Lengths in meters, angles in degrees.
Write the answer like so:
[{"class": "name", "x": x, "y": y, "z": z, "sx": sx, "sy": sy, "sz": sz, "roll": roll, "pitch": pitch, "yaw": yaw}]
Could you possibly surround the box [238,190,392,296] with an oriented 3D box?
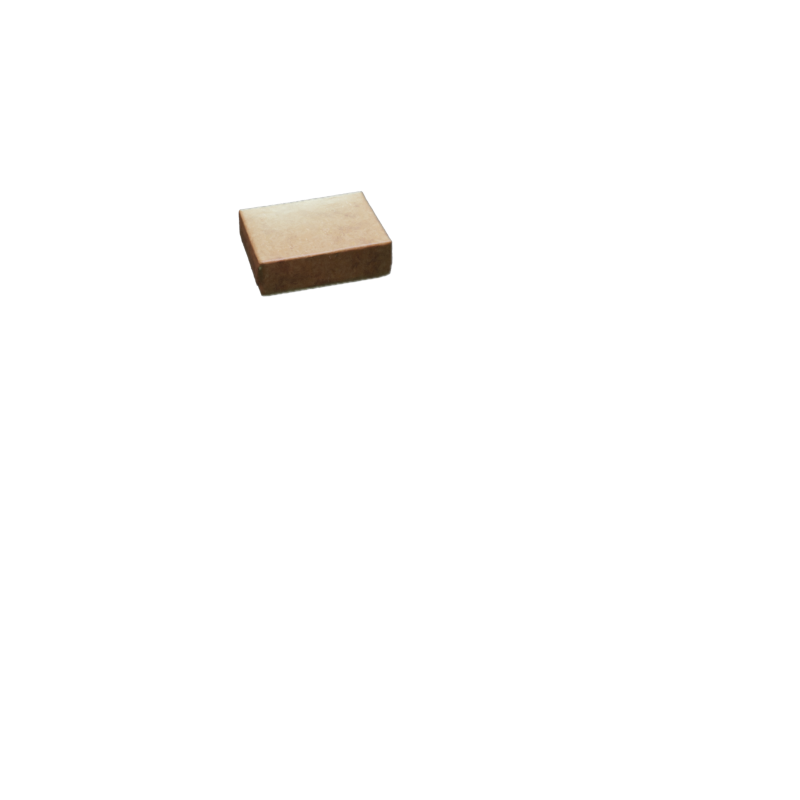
[{"class": "box", "x": -0.072, "y": -0.132, "z": 0.924, "sx": 0.112, "sy": 0.036, "sz": 0.097, "roll": -9, "pitch": 38, "yaw": -13}]
